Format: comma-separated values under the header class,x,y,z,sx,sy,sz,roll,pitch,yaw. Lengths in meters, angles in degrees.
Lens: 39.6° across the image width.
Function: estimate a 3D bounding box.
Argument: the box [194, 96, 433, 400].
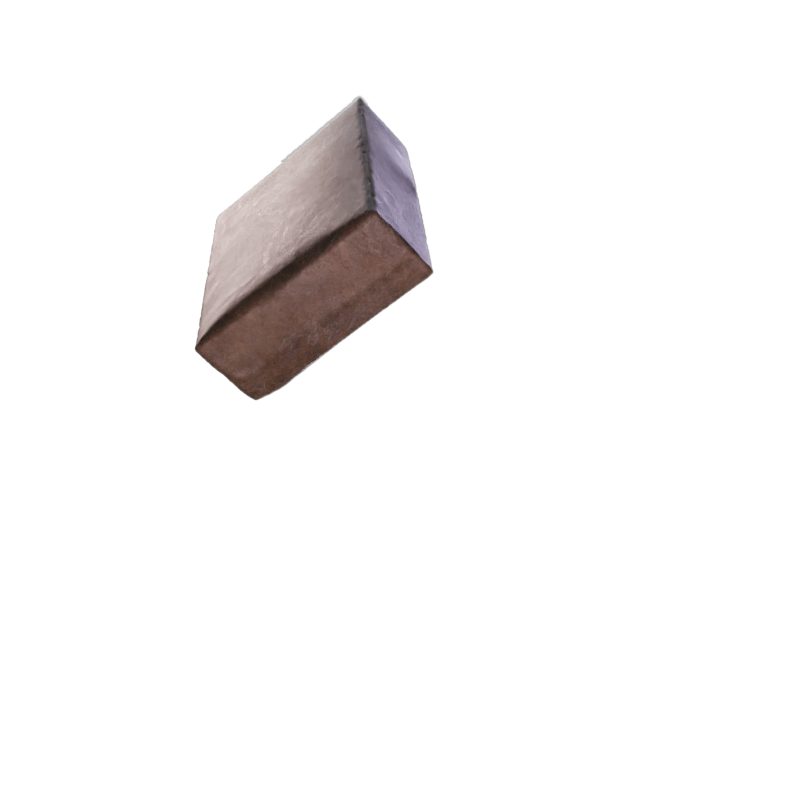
class,x,y,z,sx,sy,sz,roll,pitch,yaw
box,-0.065,-0.119,0.836,0.163,0.068,0.228,-36,28,18
